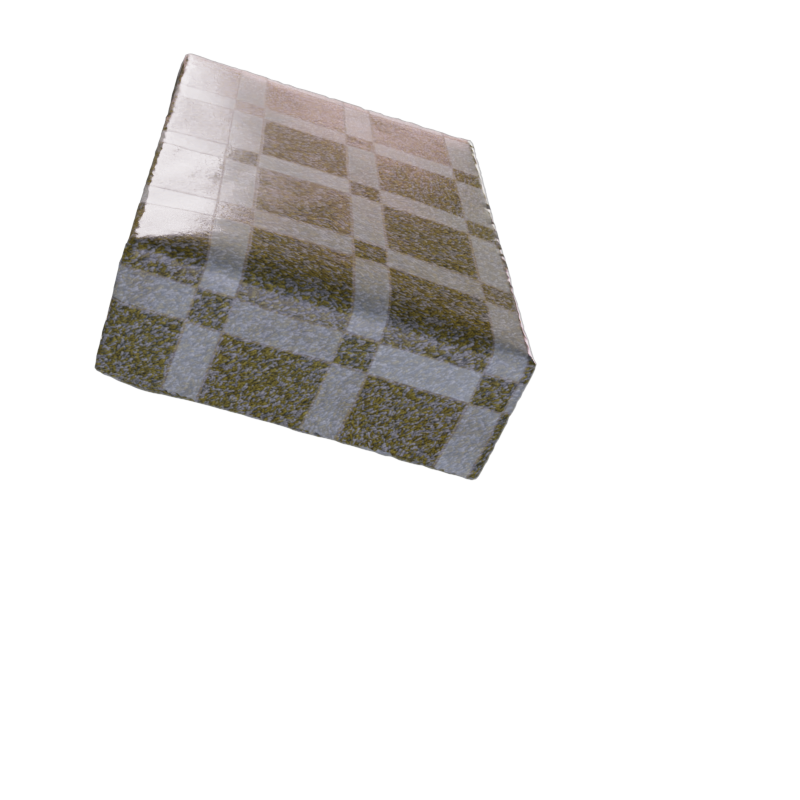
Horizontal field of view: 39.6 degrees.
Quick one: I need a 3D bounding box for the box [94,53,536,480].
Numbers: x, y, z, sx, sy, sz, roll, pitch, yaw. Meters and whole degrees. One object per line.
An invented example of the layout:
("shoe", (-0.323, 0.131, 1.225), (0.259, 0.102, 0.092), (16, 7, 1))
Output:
("box", (-0.040, -0.073, 0.515), (0.161, 0.069, 0.228), (15, 31, -12))
